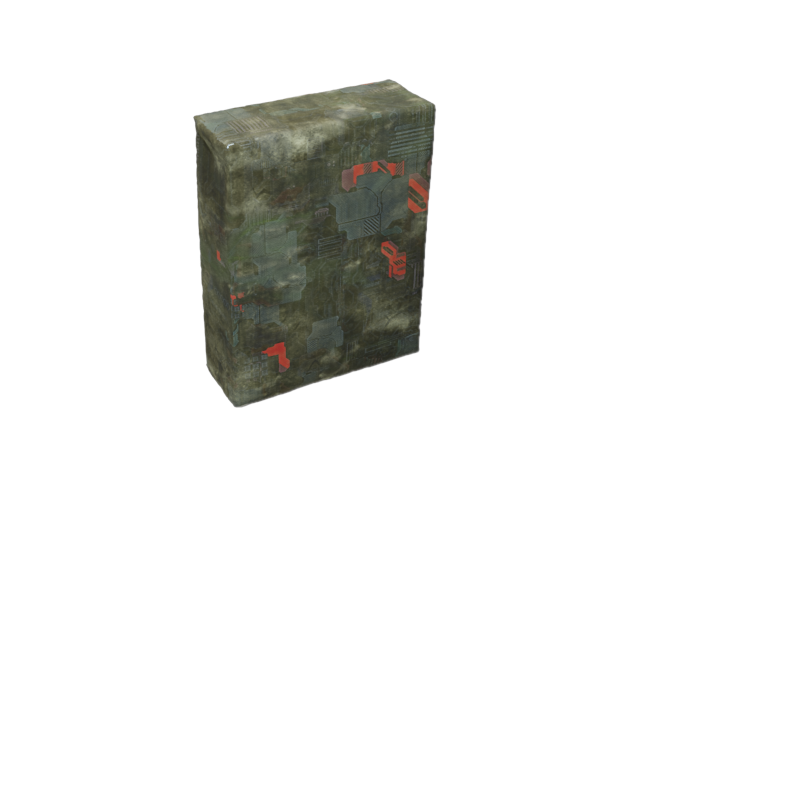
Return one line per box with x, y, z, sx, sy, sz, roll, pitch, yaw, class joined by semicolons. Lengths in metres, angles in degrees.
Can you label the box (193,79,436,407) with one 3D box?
-0.064;-0.117;0.823;0.162;0.201;0.077;-16;35;-26;box
